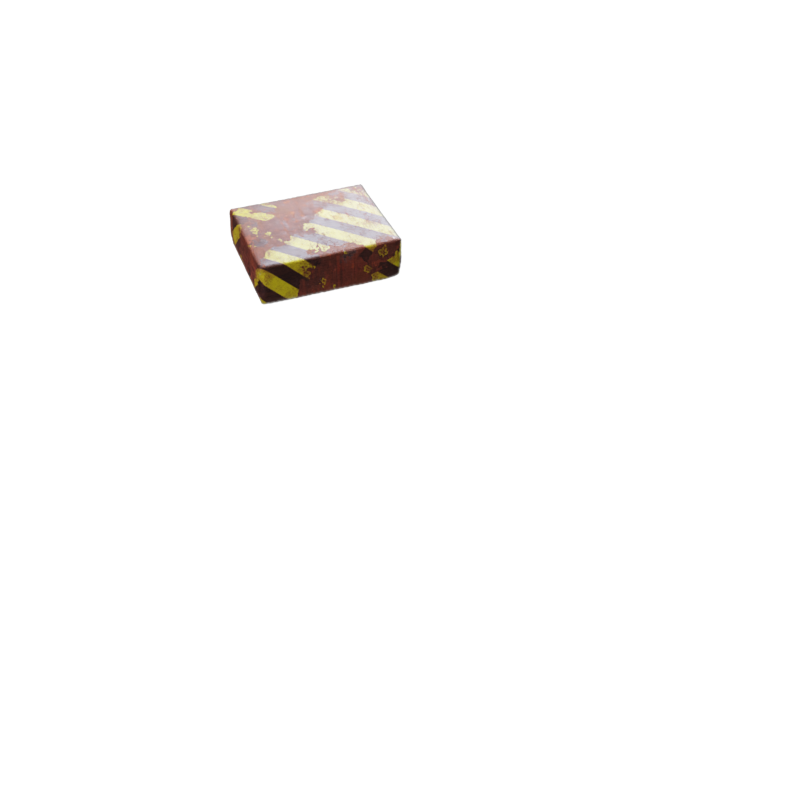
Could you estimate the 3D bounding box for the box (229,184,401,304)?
[{"bbox_3d":[-0.067,-0.121,0.851,0.112,0.036,0.097,-12,40,-15],"label":"box"}]
